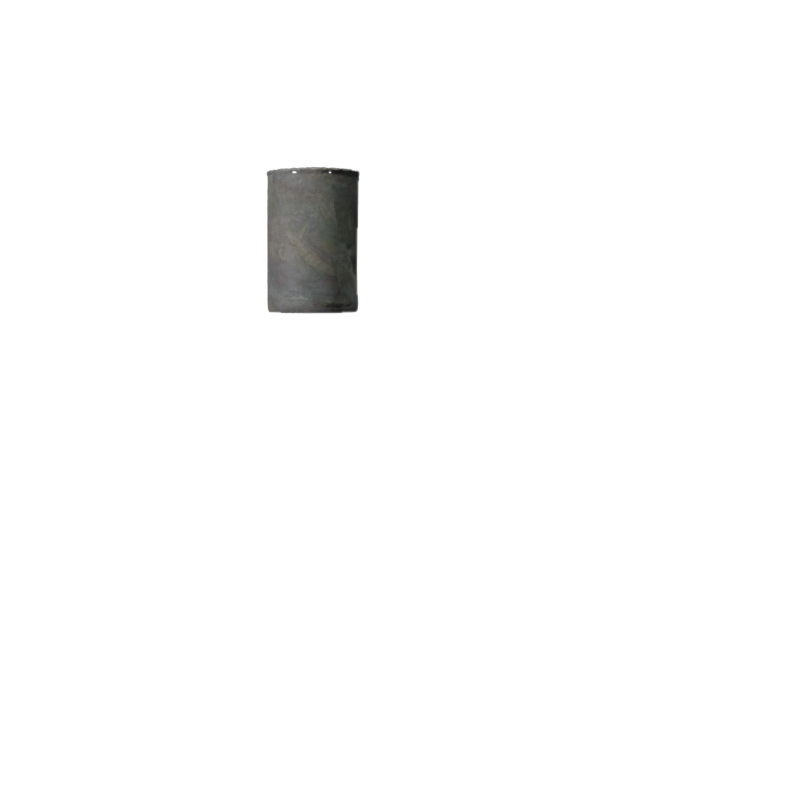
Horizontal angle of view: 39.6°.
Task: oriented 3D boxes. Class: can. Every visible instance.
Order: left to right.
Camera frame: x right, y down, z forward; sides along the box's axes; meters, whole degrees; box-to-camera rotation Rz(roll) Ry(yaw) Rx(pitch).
[{"bbox_3d":[-0.063,-0.115,0.804,0.068,0.102,0.069,0,1,-2],"label":"can"}]
